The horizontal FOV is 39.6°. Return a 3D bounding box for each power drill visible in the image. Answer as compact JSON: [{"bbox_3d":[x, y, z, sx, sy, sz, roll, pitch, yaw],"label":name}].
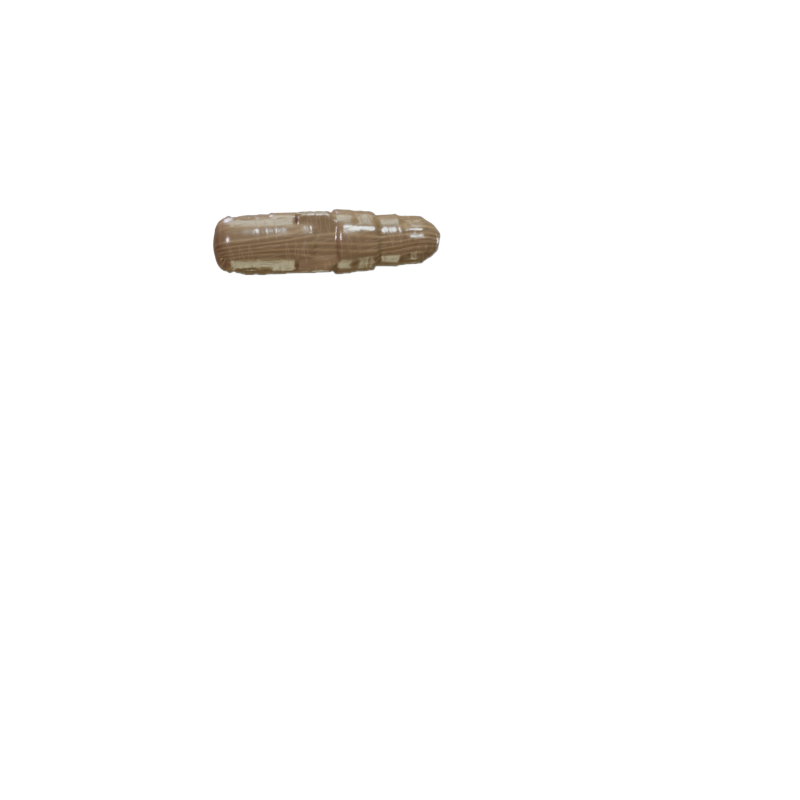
[{"bbox_3d":[-0.075,-0.137,0.961,0.182,0.057,0.191,-1,5,-12],"label":"power drill"}]
